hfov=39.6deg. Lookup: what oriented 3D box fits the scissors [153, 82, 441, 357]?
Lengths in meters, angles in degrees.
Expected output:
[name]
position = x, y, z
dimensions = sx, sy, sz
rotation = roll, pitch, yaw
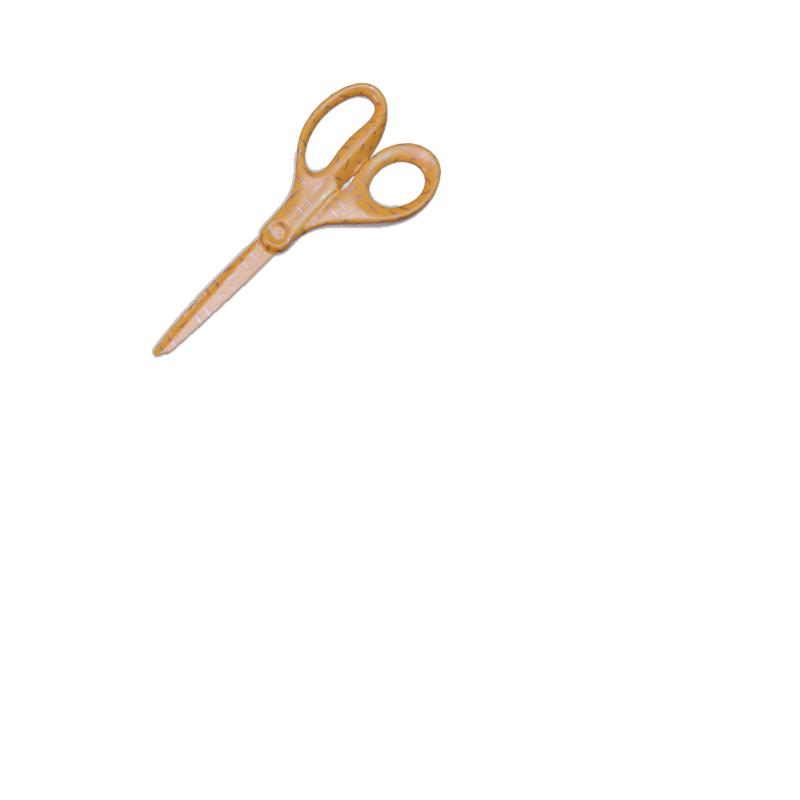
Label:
[scissors]
position = -0.050, -0.091, 0.637
dimensions = 0.098, 0.206, 0.015
rotation = 26, -14, 7
